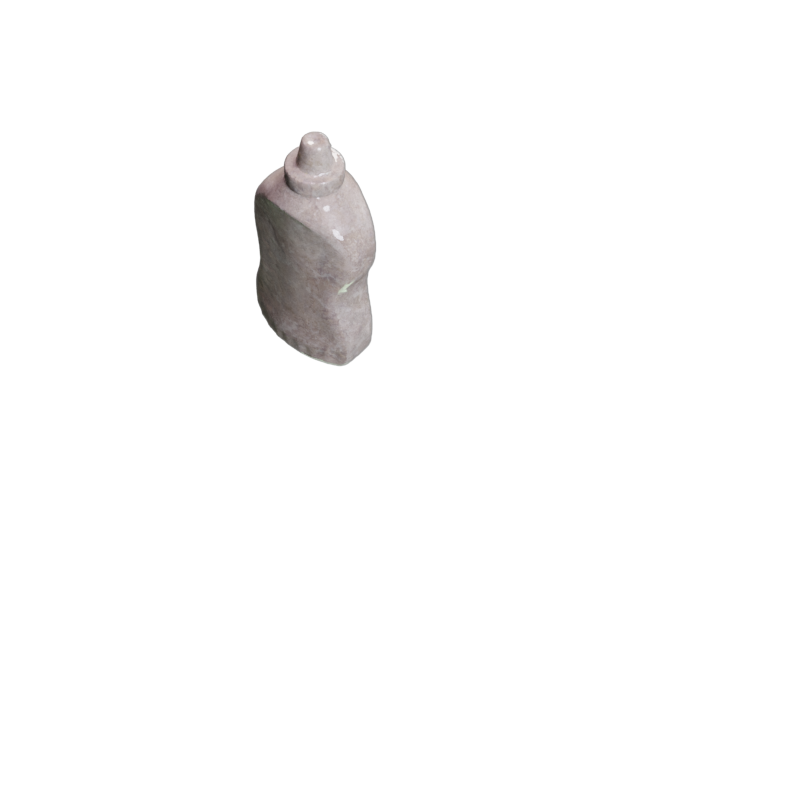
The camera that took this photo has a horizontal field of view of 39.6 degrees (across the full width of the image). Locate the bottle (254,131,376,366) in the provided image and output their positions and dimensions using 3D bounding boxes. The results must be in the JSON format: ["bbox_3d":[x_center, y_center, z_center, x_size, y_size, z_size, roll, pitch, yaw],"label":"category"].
[{"bbox_3d":[-0.061,-0.112,0.783,0.102,0.179,0.059,39,59,24],"label":"bottle"}]
